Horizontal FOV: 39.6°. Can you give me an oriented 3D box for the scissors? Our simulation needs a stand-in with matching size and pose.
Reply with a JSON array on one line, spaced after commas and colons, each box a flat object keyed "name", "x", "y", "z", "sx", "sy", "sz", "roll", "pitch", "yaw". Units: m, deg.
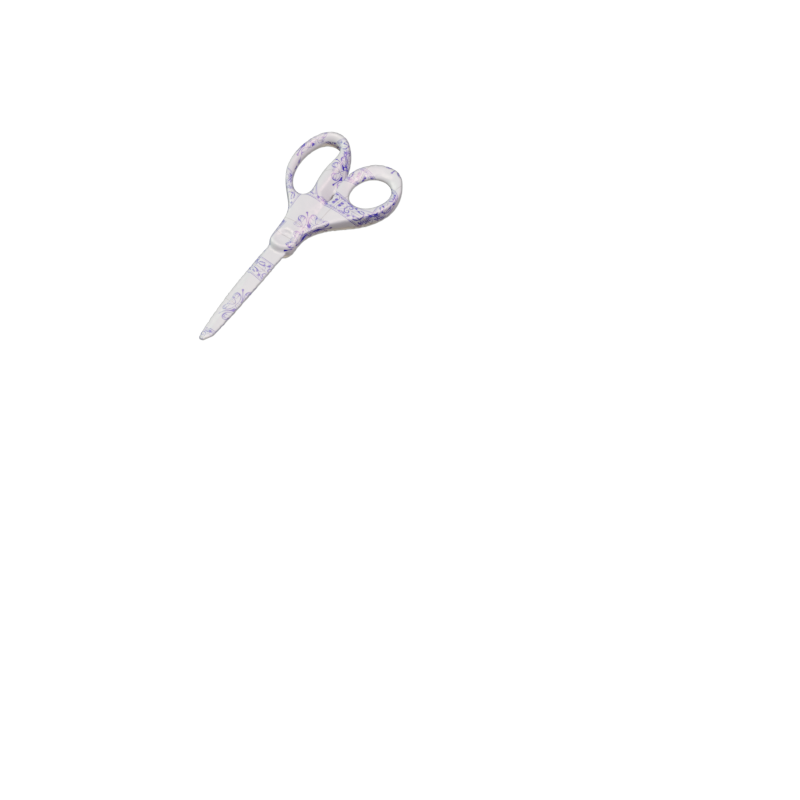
[{"name": "scissors", "x": -0.061, "y": -0.112, "z": 0.781, "sx": 0.098, "sy": 0.212, "sz": 0.015, "roll": 12, "pitch": -34, "yaw": 8}]
